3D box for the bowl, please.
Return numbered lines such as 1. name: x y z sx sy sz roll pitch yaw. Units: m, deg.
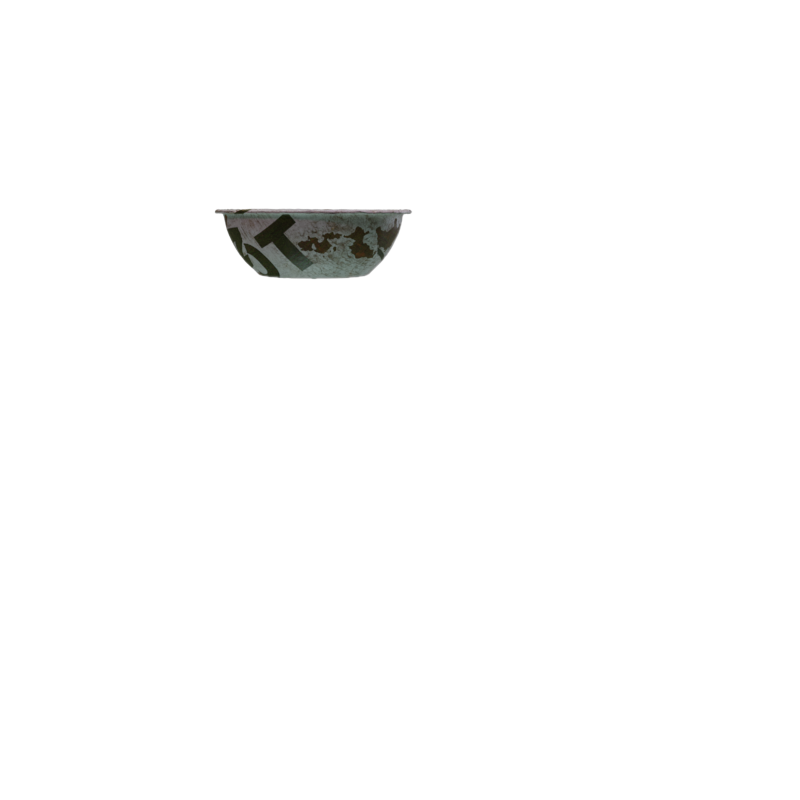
1. bowl: -0.071 -0.130 0.912 0.162 0.054 0.165 0 10 -2
